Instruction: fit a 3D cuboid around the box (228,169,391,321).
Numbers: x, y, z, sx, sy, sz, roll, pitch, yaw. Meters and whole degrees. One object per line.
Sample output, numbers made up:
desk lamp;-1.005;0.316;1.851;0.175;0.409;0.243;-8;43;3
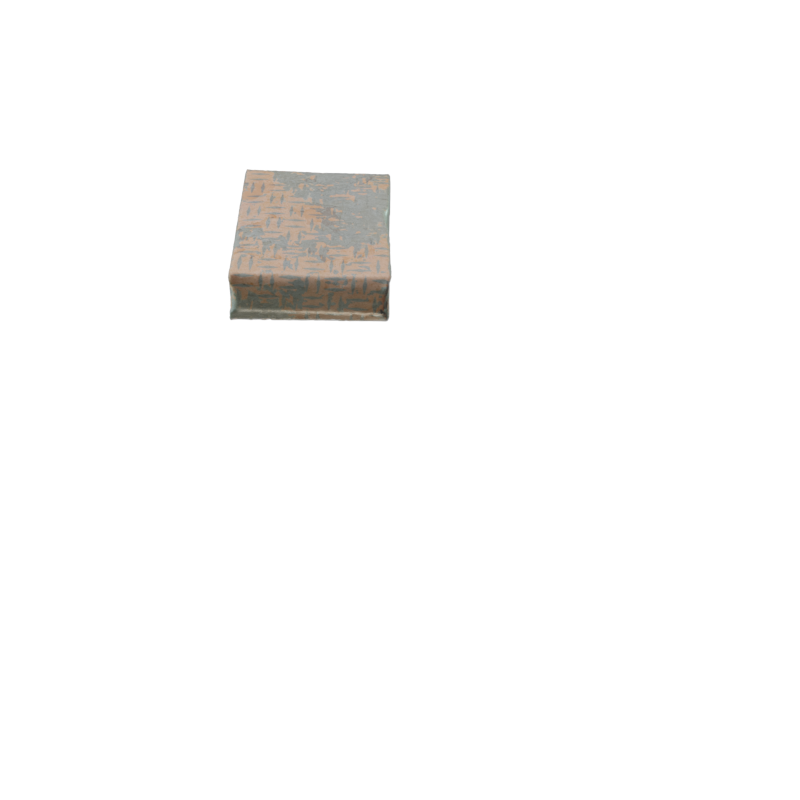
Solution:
box;-0.041;-0.075;0.527;0.073;0.028;0.095;1;40;1
